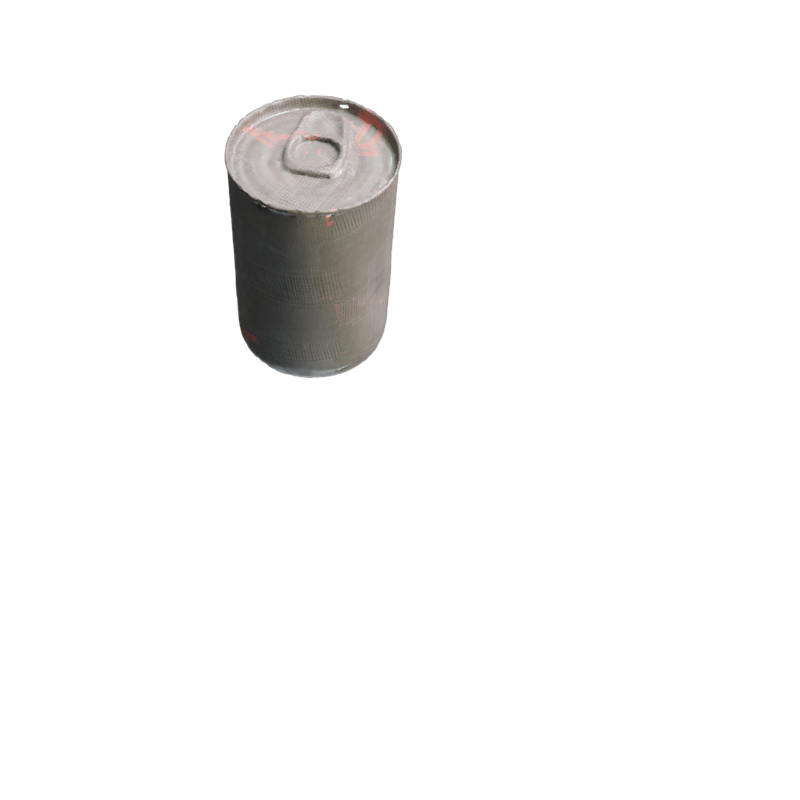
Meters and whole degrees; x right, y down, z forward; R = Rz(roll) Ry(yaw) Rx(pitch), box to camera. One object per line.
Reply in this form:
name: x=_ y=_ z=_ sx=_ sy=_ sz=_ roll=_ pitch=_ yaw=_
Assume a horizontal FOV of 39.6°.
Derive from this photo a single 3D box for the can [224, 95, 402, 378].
can: x=-0.036 y=-0.066 z=0.459 sx=0.068 sy=0.074 sz=0.095 roll=0 pitch=-39 yaw=-3
